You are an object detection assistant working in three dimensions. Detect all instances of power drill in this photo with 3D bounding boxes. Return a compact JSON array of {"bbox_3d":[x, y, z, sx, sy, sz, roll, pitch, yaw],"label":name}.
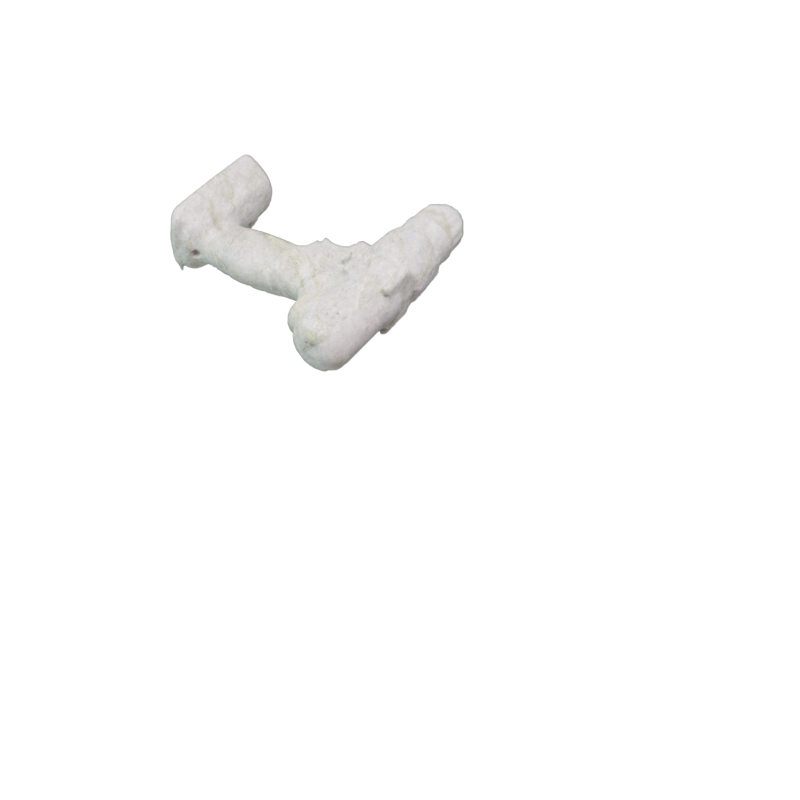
[{"bbox_3d":[-0.066,-0.121,0.847,0.198,0.053,0.188,27,50,24],"label":"power drill"}]
